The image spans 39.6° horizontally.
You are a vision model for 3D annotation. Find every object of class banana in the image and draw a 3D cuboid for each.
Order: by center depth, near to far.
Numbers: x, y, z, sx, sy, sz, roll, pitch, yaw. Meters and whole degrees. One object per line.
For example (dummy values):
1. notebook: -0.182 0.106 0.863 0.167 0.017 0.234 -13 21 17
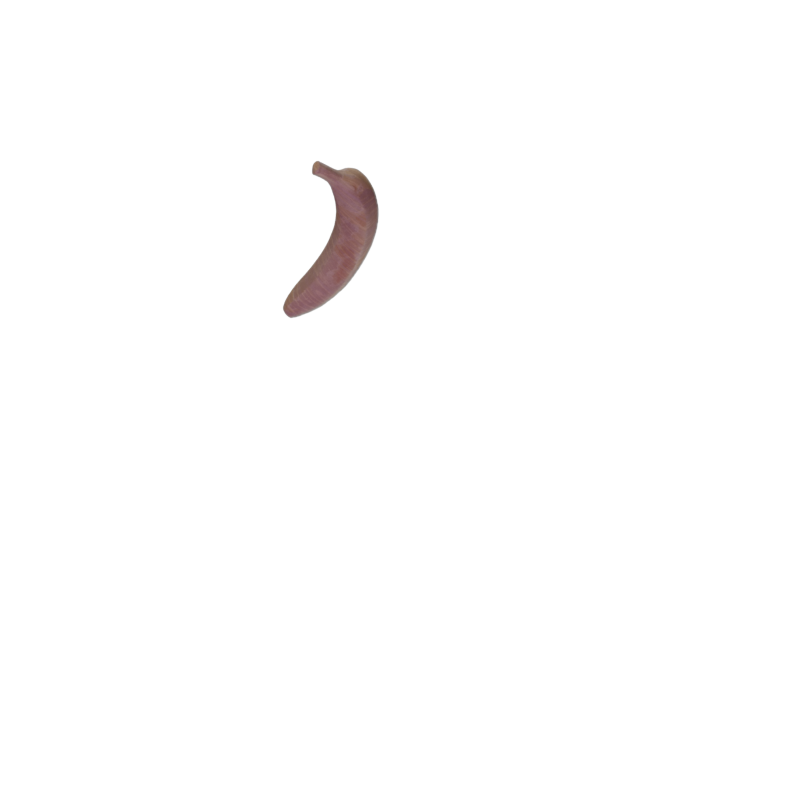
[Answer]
1. banana: -0.059 -0.142 0.992 0.069 0.039 0.186 7 -41 -9
